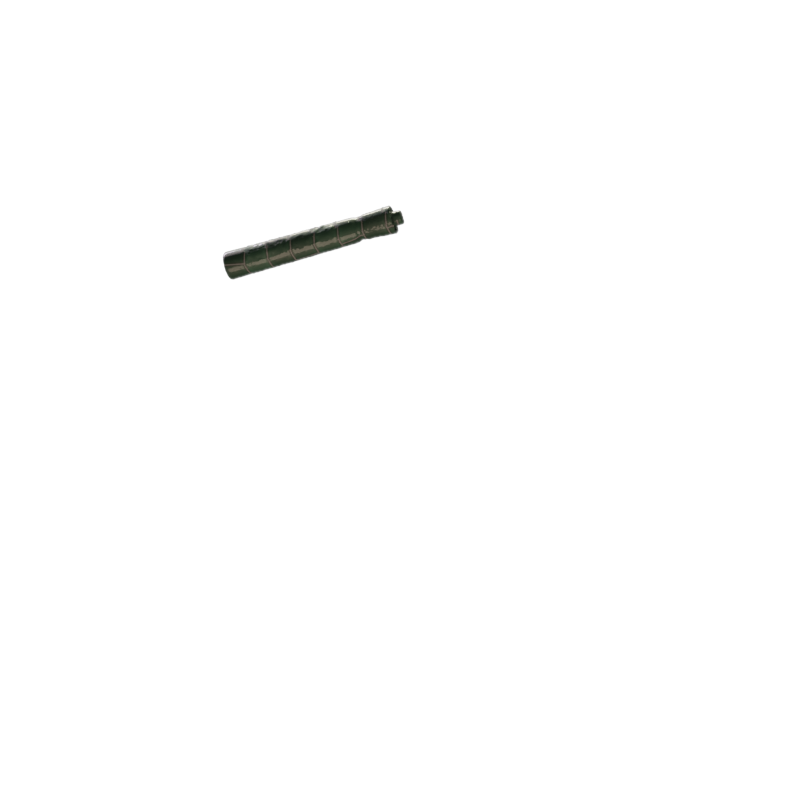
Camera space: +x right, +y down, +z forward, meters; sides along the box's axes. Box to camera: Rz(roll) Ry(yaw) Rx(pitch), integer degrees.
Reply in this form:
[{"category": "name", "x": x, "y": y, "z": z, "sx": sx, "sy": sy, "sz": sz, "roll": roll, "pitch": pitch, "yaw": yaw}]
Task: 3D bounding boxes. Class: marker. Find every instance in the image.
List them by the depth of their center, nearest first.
[{"category": "marker", "x": -0.056, "y": -0.103, "z": 0.722, "sx": 0.122, "sy": 0.020, "sz": 0.020, "roll": -14, "pitch": 1, "yaw": 13}]
